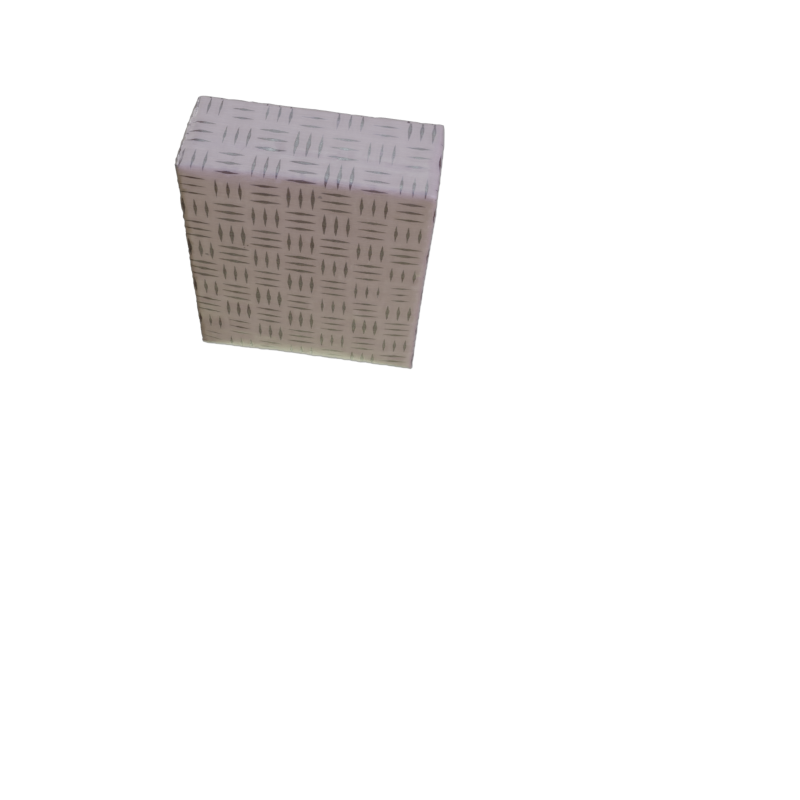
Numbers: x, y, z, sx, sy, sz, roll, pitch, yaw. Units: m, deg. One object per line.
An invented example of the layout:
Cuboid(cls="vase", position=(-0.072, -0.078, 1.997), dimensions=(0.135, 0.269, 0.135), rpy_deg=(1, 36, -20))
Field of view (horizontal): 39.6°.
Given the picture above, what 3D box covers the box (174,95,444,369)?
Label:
Cuboid(cls="box", position=(-0.061, -0.110, 0.773), dimensions=(0.165, 0.076, 0.200), rpy_deg=(9, -31, 3))
